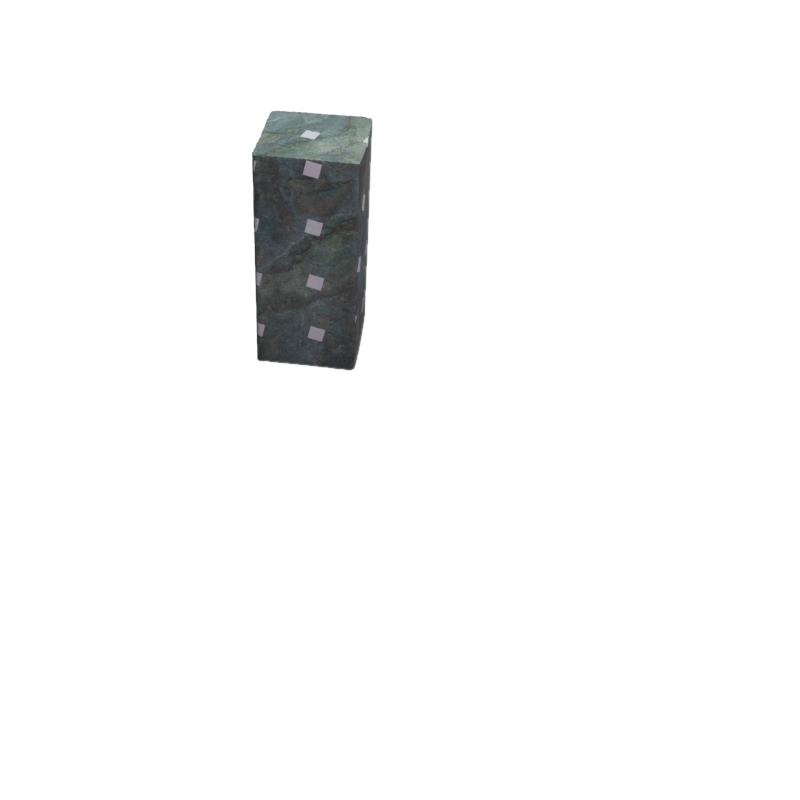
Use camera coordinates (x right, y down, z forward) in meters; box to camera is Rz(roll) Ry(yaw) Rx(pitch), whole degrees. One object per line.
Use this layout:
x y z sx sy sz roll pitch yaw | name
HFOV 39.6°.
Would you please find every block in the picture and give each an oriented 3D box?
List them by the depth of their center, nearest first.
-0.076 -0.139 0.970 0.092 0.193 0.095 6 34 5 | block
